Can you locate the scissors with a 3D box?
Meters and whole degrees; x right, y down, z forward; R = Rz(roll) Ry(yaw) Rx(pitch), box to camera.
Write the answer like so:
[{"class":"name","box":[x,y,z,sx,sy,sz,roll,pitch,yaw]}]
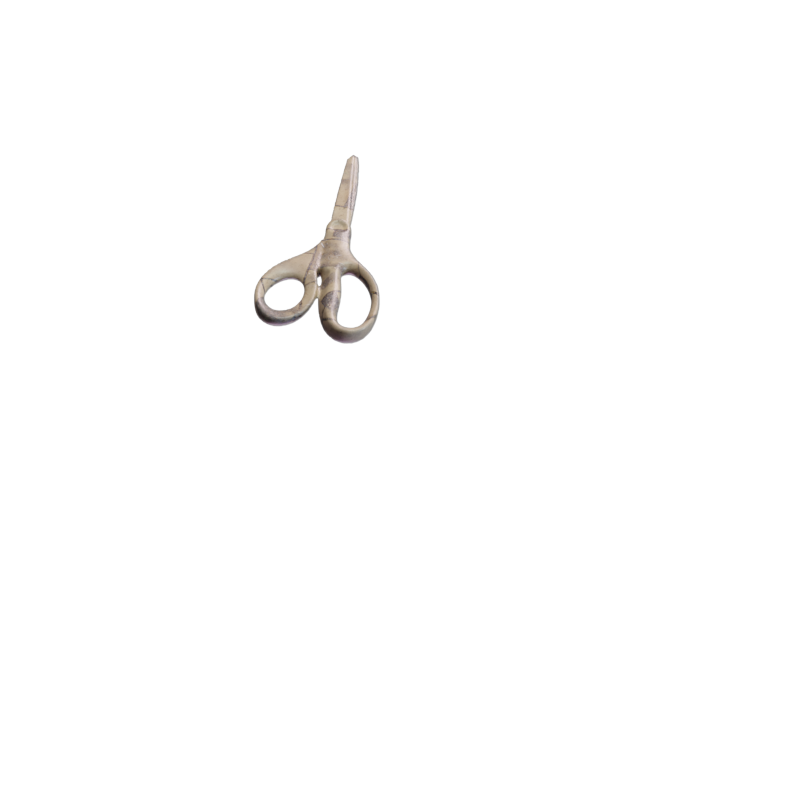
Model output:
[{"class":"scissors","box":[-0.064,-0.117,0.817,0.095,0.015,0.218,-6,45,-6]}]
